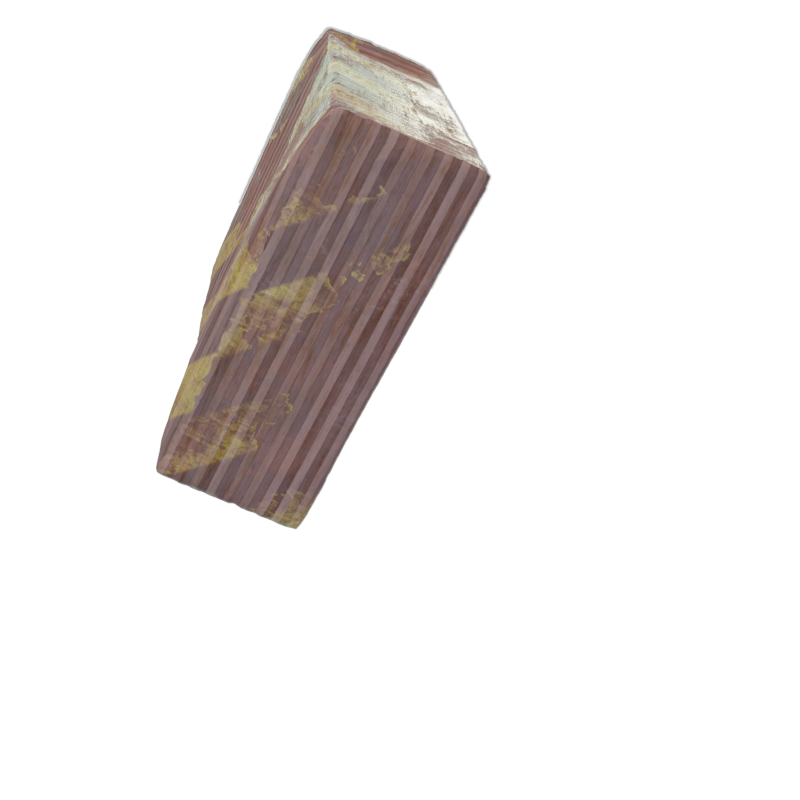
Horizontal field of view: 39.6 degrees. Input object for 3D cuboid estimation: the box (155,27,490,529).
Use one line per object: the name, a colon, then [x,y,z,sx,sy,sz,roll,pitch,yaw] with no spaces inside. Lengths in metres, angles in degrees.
box: [-0.040,-0.073,0.510,0.070,0.160,0.225,24,20,-14]
